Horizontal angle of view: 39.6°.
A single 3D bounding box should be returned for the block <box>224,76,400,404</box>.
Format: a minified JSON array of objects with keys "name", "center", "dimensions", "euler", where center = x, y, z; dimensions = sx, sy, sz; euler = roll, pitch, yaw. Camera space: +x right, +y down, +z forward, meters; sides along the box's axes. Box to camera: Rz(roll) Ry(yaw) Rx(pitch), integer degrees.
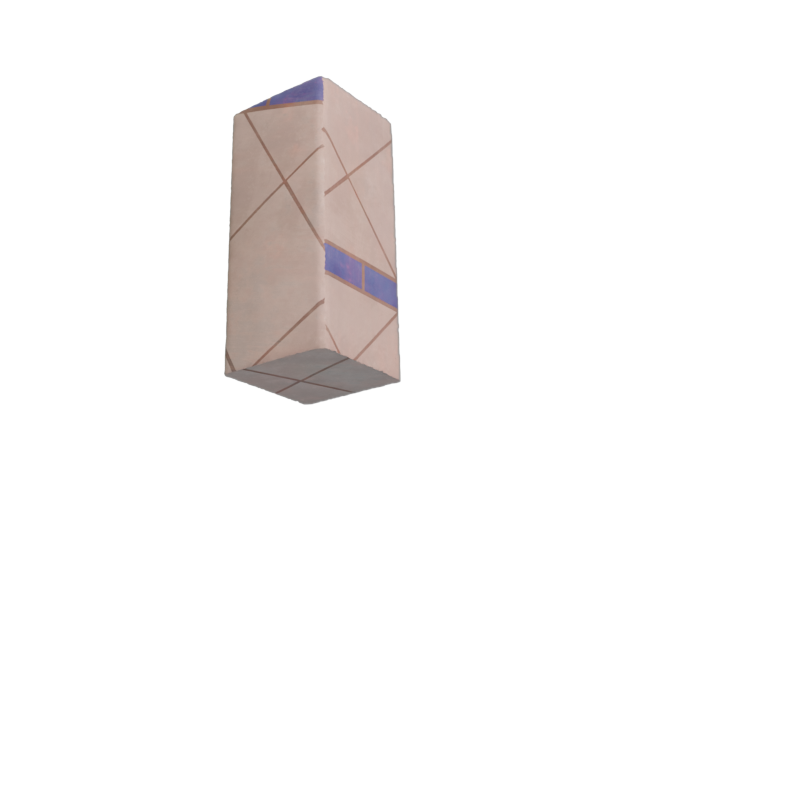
[{"name":"block","center":[-0.062,-0.114,0.798],"dimensions":[0.091,0.218,0.085],"euler":[-18,-28,33]}]
